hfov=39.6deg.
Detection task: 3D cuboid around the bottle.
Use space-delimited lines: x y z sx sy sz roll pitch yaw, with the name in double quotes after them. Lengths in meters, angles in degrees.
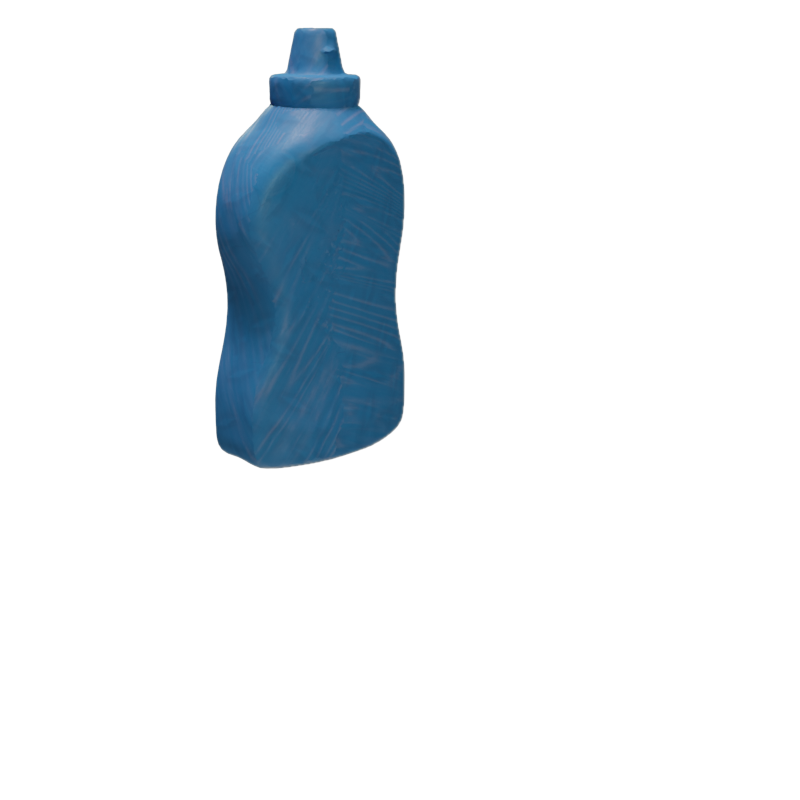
-0.039 -0.072 0.506 0.093 0.187 0.062 -10 16 -41 "bottle"
